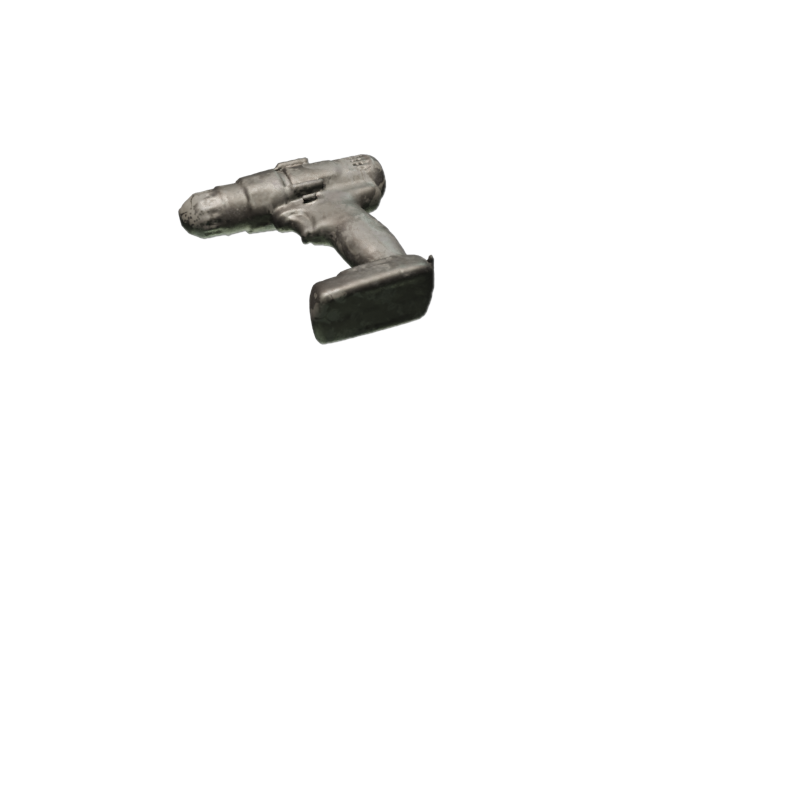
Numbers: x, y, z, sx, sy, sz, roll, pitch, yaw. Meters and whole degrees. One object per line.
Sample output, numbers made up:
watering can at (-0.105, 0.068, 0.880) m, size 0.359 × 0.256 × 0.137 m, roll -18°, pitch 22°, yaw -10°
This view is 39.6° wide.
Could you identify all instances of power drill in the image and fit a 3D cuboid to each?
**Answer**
power drill at (-0.071, -0.129, 0.905) m, size 0.182 × 0.053 × 0.203 m, roll -17°, pitch 47°, yaw -17°
